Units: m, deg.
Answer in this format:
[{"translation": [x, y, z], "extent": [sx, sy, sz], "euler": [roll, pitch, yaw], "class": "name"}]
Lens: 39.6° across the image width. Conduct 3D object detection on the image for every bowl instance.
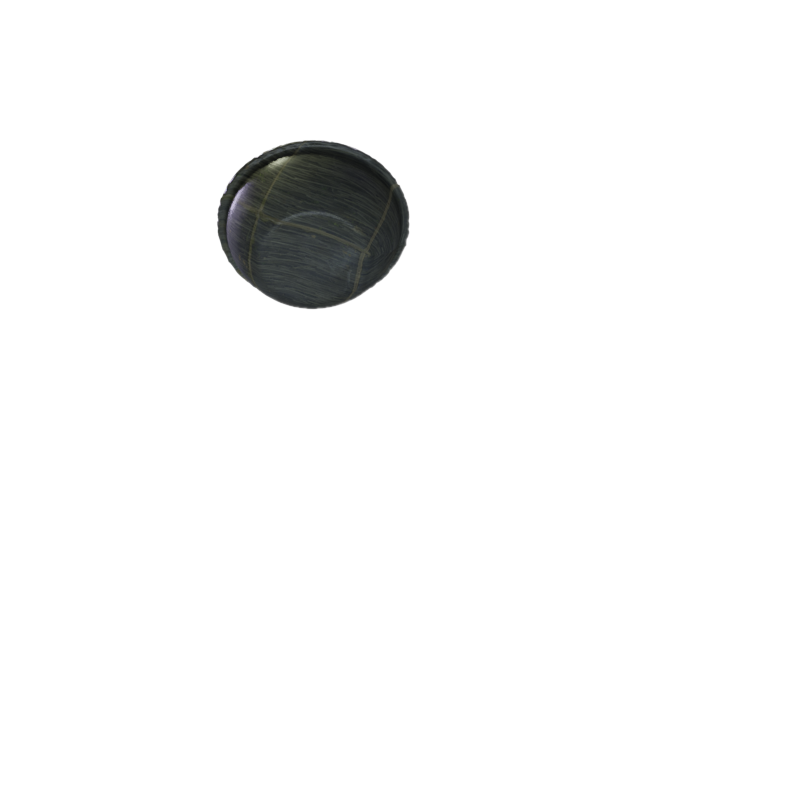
[{"translation": [-0.071, -0.130, 0.910], "extent": [0.162, 0.152, 0.059], "euler": [1, 35, -1], "class": "bowl"}]
